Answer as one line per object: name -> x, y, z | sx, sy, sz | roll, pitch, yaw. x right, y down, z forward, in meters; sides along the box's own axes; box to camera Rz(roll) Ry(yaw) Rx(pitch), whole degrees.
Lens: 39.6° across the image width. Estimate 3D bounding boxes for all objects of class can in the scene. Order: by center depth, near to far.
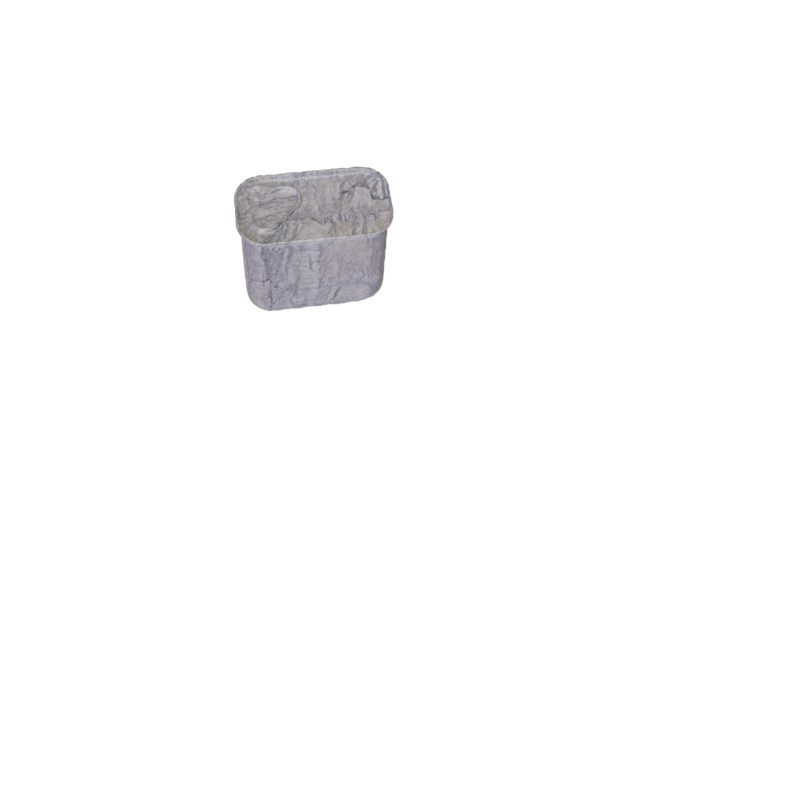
can -> -0.059, -0.107, 0.749 | 0.101, 0.062, 0.078 | -6, -31, -5
